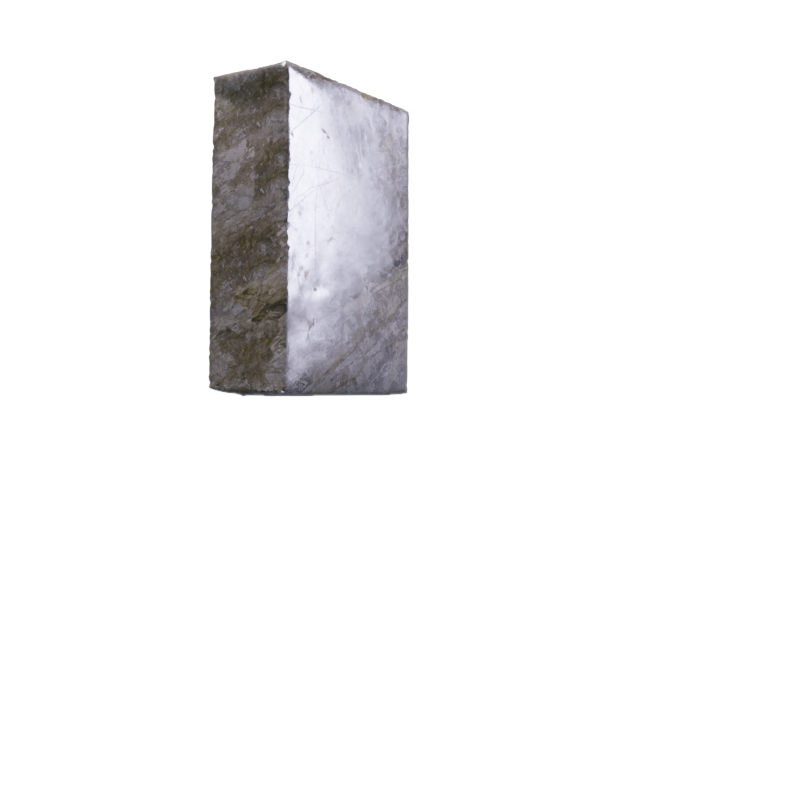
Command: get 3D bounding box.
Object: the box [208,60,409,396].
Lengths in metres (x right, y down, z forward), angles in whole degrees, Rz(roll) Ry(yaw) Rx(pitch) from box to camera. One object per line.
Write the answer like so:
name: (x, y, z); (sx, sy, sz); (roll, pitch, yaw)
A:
box: (-0.061, -0.111, 0.776); (0.074, 0.217, 0.157); (-4, -6, 31)
